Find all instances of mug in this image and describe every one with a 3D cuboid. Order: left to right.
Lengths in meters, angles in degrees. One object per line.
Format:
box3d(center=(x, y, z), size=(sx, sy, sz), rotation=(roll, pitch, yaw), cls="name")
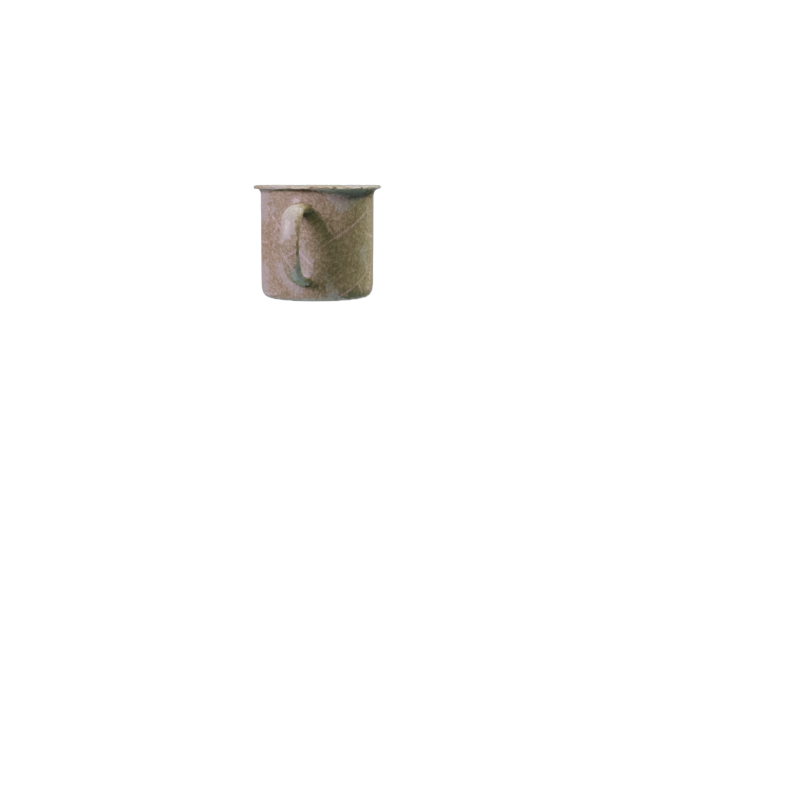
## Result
box3d(center=(-0.062, -0.114, 0.798), size=(0.095, 0.080, 0.117), rotation=(2, 9, 10), cls="mug")
